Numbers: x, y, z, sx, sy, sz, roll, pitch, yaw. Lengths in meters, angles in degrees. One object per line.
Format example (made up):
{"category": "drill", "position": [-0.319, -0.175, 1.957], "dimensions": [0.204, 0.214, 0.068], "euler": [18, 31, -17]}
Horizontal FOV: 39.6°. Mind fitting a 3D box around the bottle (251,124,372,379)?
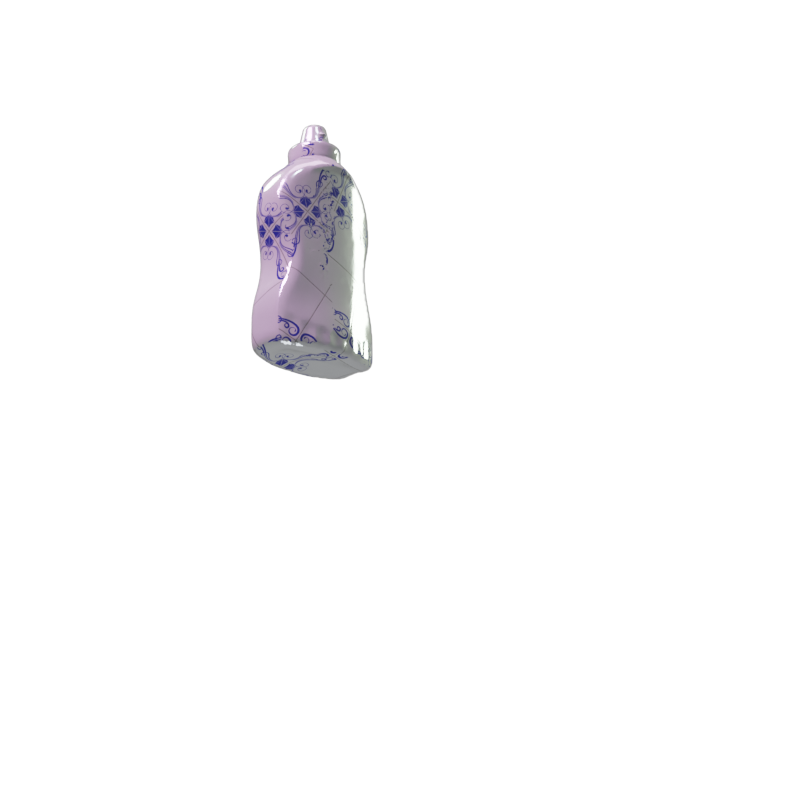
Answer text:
{"category": "bottle", "position": [-0.064, -0.118, 0.824], "dimensions": [0.090, 0.202, 0.059], "euler": [19, -31, -40]}
